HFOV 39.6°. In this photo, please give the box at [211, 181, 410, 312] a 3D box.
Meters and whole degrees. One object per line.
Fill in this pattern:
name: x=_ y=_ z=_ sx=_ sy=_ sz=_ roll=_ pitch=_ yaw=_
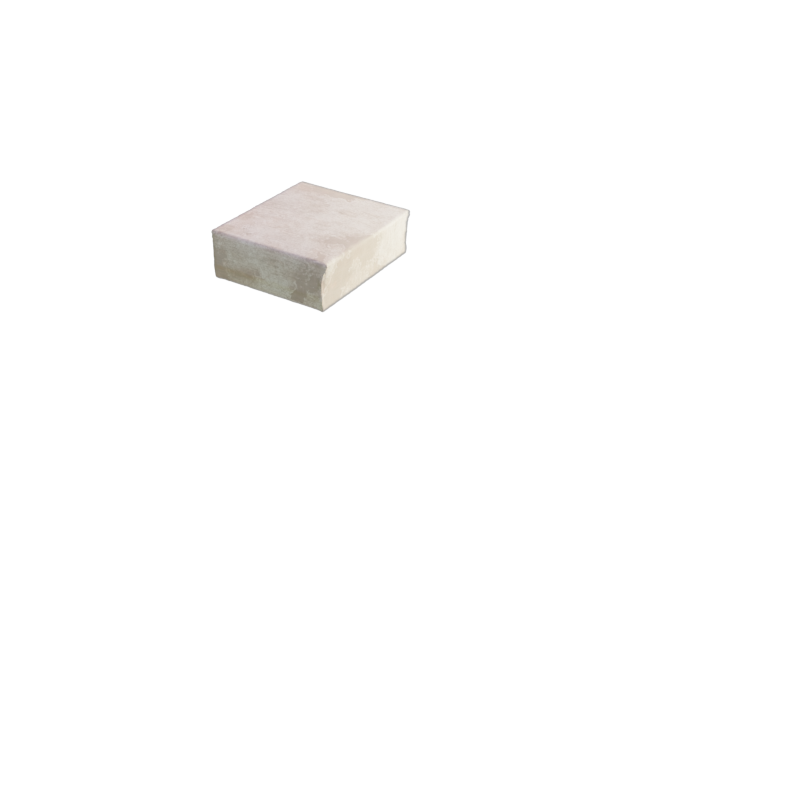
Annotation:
box: x=-0.059 y=-0.107 z=0.747 sx=0.094 sy=0.037 sz=0.115 roll=17 pitch=35 yaw=25
